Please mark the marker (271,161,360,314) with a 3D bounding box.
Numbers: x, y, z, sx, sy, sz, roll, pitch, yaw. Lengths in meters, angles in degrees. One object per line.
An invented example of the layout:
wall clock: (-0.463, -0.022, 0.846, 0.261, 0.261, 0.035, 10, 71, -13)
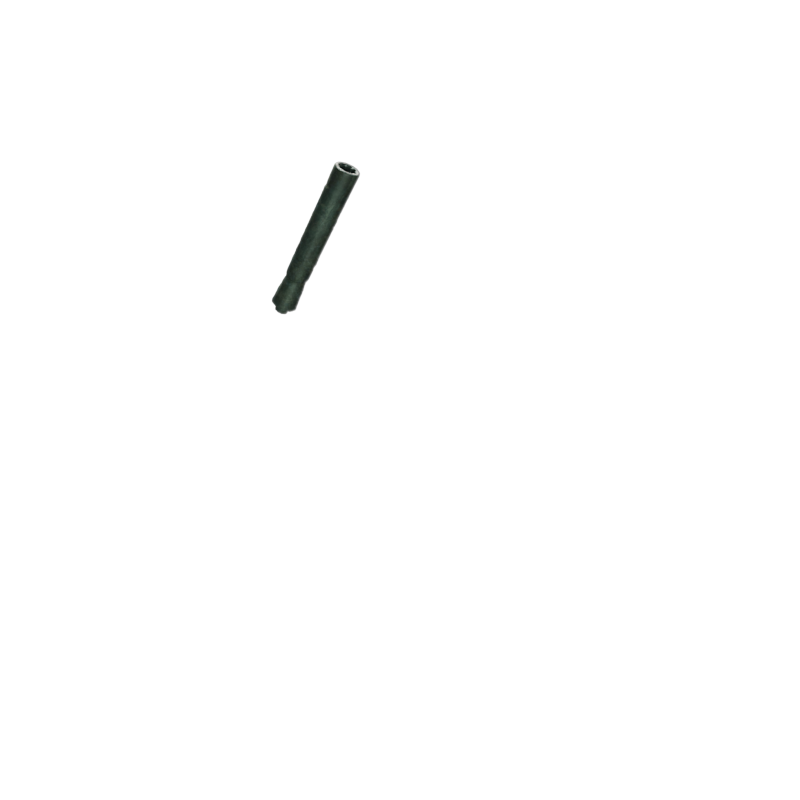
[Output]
marker: (-0.061, -0.111, 0.774, 0.019, 0.117, 0.021, 21, 27, -14)
